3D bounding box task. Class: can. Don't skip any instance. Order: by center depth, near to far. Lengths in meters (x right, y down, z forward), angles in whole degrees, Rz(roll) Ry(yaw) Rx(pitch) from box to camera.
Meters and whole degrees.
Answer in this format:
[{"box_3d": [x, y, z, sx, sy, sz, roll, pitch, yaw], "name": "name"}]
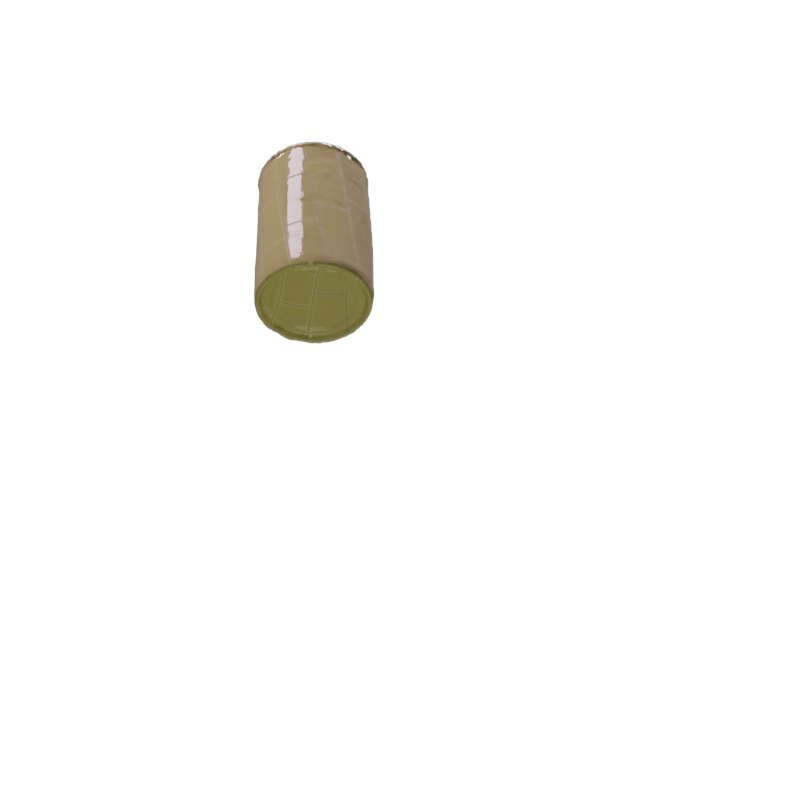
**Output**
[{"box_3d": [-0.051, -0.092, 0.645, 0.068, 0.110, 0.064, -1, -42, -3], "name": "can"}]
